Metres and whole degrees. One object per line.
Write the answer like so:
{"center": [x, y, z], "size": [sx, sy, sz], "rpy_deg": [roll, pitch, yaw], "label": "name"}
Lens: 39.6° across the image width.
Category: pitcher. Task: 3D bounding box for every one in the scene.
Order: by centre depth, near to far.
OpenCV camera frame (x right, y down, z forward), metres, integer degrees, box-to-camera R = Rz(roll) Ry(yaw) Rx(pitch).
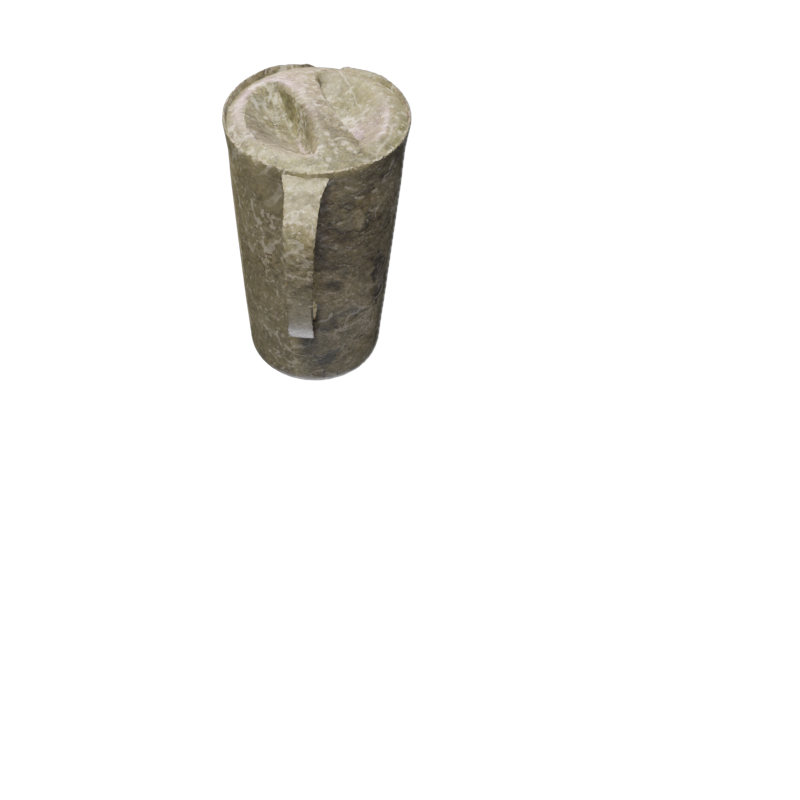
{"center": [-0.067, -0.121, 0.850], "size": [0.149, 0.226, 0.155], "rpy_deg": [-32, 56, -28], "label": "pitcher"}
